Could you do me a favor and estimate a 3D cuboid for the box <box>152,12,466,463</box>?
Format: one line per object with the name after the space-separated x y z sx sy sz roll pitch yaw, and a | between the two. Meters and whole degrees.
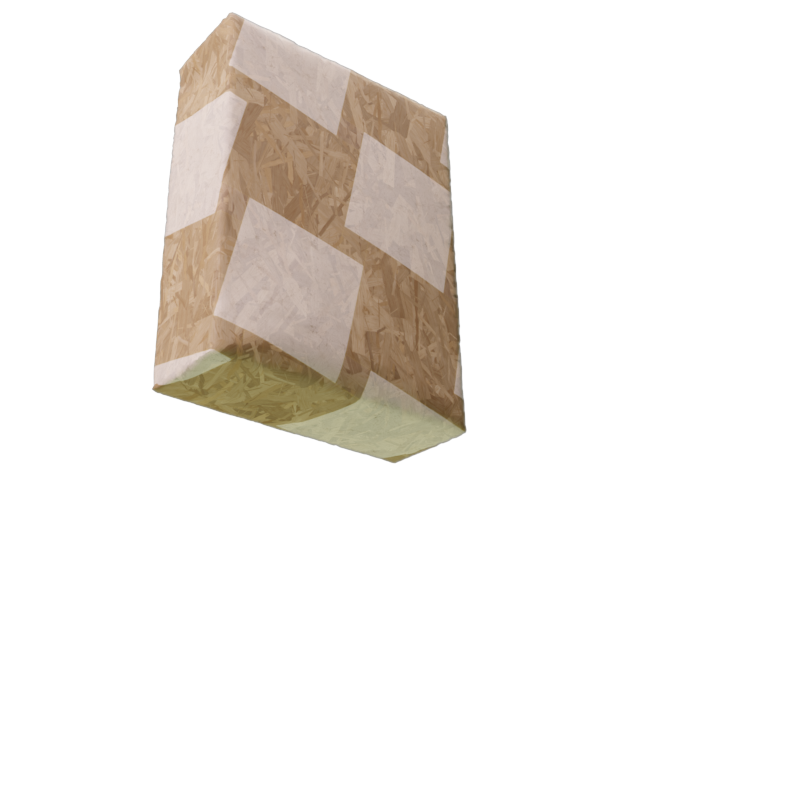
-0.049 -0.089 0.625 0.155 0.227 0.071 18 -35 -33 | box
